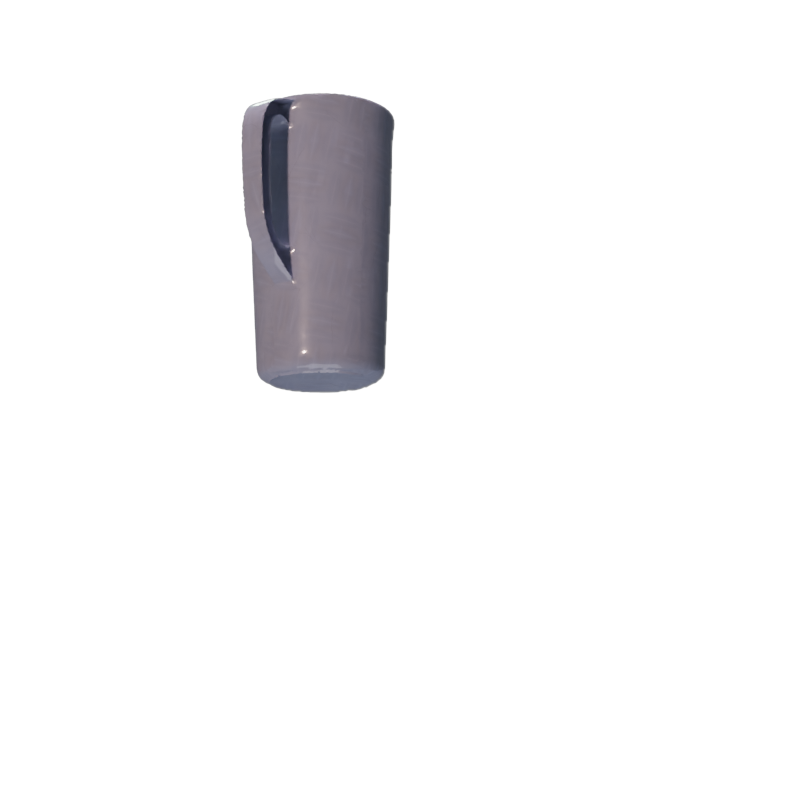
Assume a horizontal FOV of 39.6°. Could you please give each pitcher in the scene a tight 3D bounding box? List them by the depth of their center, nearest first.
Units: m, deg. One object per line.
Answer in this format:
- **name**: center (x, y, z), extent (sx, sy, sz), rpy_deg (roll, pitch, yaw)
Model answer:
- **pitcher**: center (-0.075, -0.136, 0.956), extent (0.146, 0.253, 0.142), rpy_deg (4, -17, -15)
